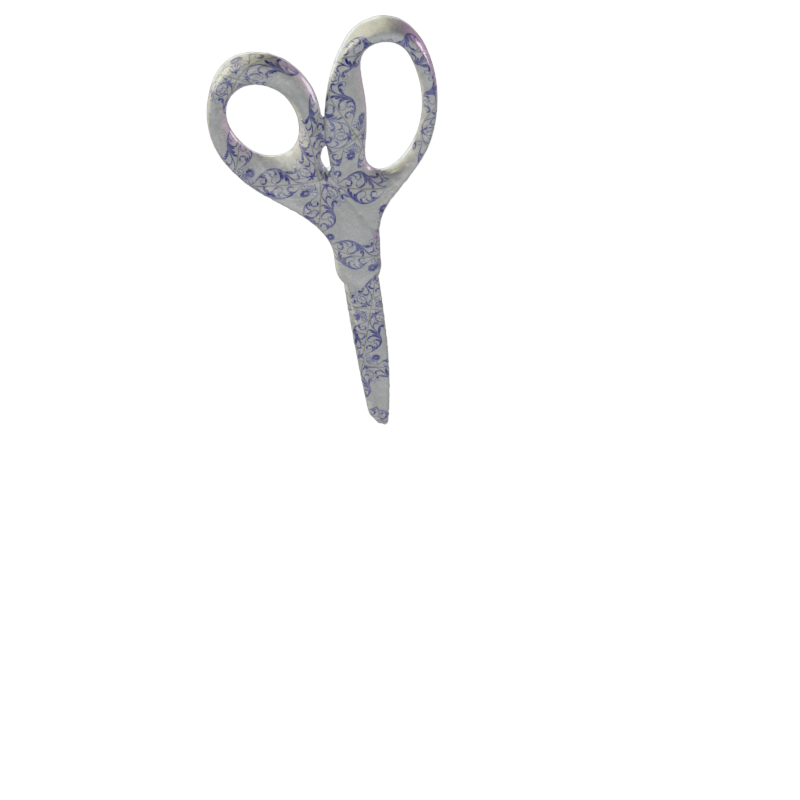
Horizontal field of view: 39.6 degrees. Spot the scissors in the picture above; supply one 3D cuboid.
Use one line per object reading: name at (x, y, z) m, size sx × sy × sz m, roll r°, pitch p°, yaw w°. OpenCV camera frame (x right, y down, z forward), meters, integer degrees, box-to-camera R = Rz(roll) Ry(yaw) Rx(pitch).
scissors at (-0.036, -0.065, 0.456) m, size 0.095 × 0.190 × 0.017 m, roll 8°, pitch 39°, yaw -6°
